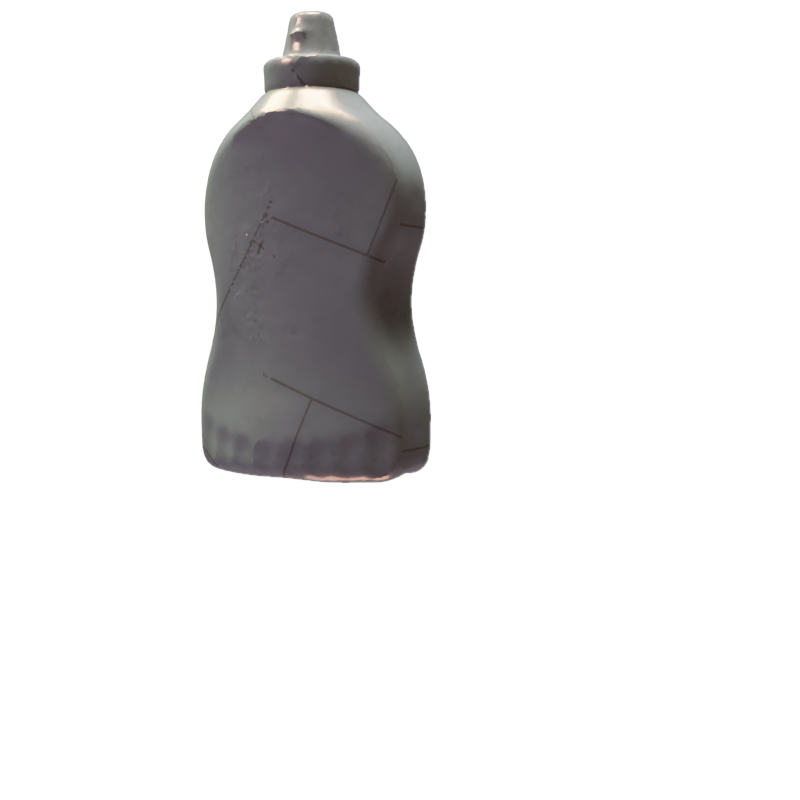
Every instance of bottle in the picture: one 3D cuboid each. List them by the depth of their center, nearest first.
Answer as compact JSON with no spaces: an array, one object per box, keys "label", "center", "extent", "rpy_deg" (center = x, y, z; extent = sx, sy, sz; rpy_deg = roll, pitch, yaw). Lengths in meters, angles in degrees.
[{"label":"bottle","center":[-0.037,-0.066,0.465],"extent":[0.099,0.193,0.056],"rpy_deg":[-1,-2,29]}]
